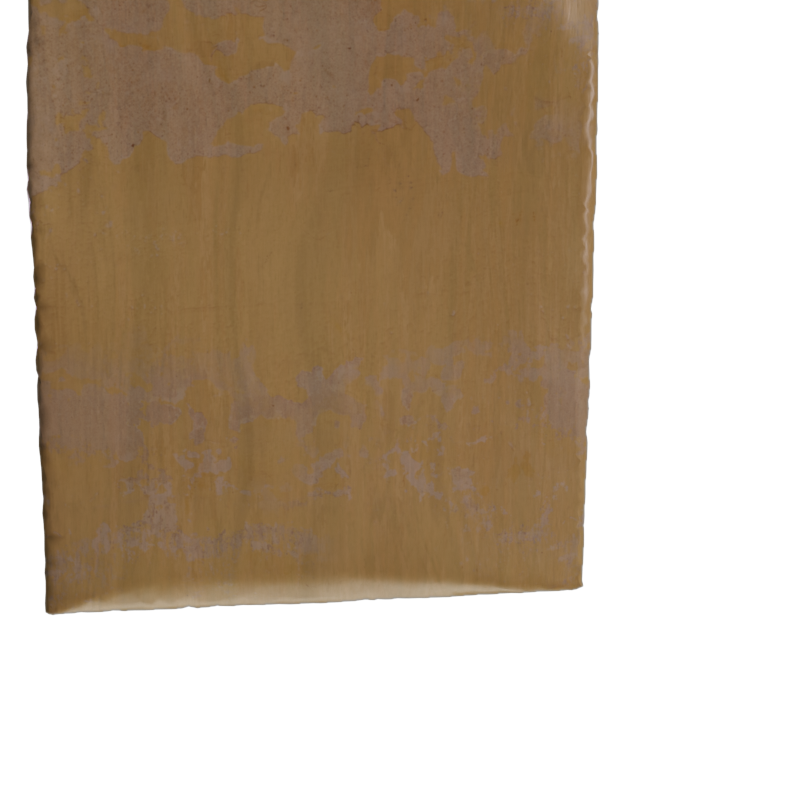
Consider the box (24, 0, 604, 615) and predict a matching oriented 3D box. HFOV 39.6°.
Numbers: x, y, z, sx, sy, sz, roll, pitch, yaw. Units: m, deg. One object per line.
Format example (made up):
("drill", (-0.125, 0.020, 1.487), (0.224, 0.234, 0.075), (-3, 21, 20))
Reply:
("box", (-0.027, -0.049, 0.342), (0.163, 0.210, 0.074), (0, 8, -5))
